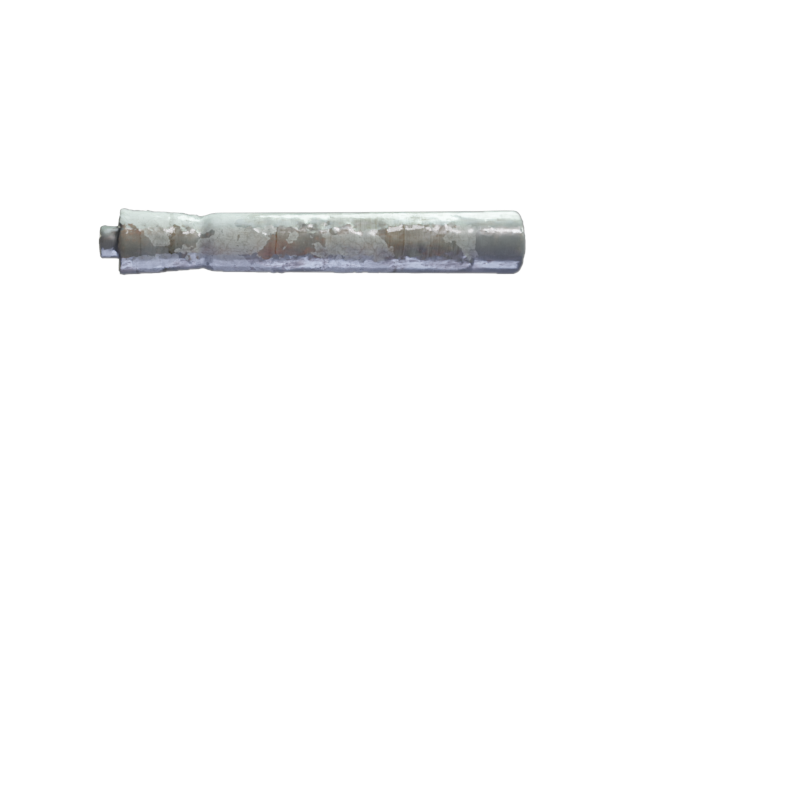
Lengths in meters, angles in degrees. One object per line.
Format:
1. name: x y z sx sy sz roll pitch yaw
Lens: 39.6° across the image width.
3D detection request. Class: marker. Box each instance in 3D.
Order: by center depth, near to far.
1. marker: -0.025 -0.046 0.319 0.120 0.020 0.020 -1 4 -7
